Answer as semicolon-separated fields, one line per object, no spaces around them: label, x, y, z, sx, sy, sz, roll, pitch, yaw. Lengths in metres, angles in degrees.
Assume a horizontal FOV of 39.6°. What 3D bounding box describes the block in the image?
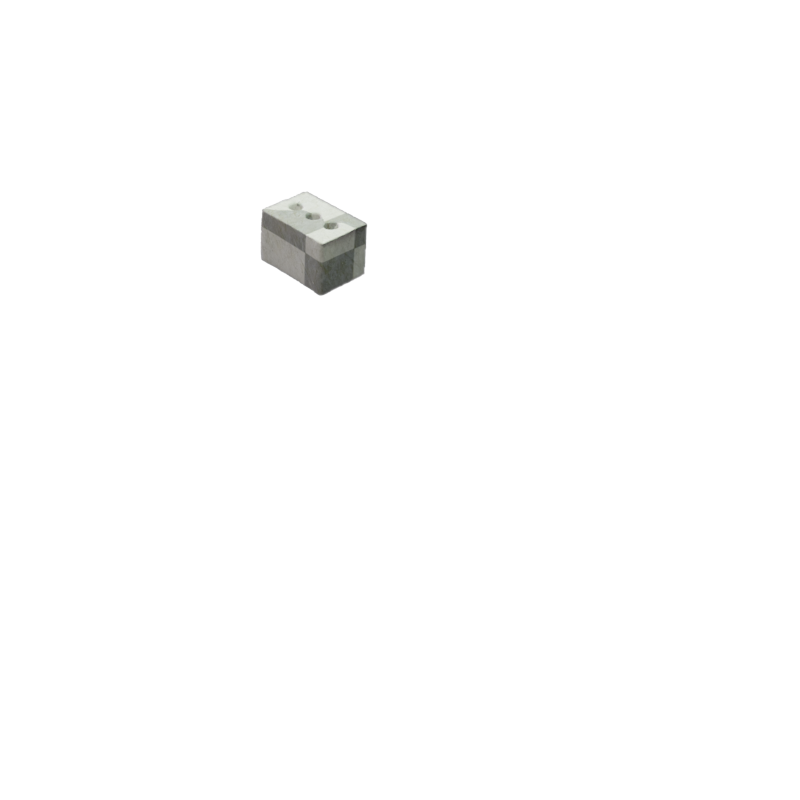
block;-0.072;-0.132;0.925;0.053;0.048;0.083;-28;44;-35
